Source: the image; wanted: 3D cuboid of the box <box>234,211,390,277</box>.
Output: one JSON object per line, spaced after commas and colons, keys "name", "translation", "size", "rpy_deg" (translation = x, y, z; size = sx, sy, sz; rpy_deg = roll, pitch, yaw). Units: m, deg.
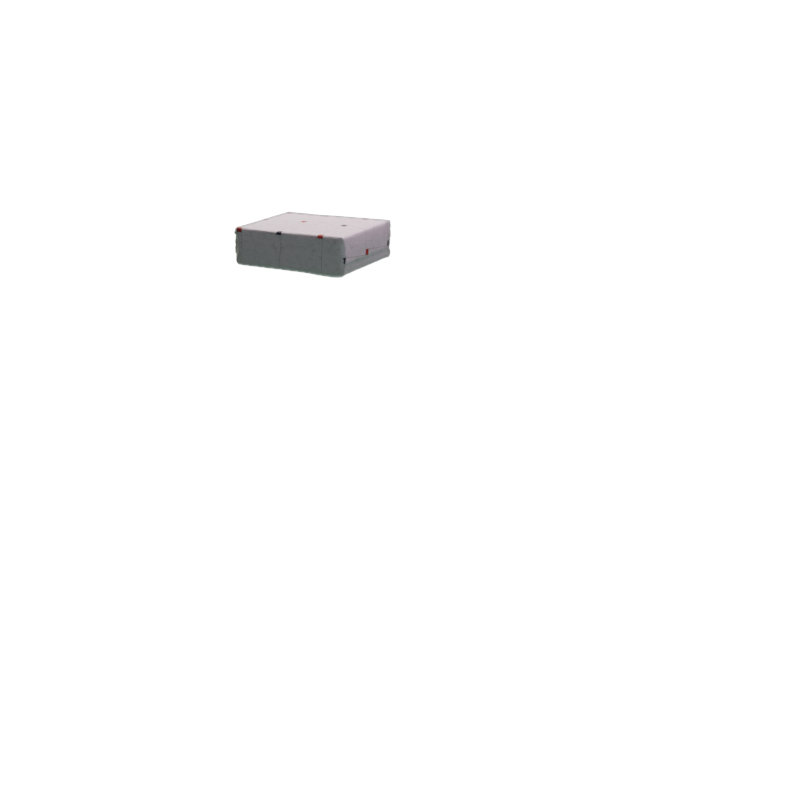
{"name": "box", "translation": [-0.078, -0.142, 0.992], "size": [0.118, 0.037, 0.090], "rpy_deg": [11, 22, 27]}
